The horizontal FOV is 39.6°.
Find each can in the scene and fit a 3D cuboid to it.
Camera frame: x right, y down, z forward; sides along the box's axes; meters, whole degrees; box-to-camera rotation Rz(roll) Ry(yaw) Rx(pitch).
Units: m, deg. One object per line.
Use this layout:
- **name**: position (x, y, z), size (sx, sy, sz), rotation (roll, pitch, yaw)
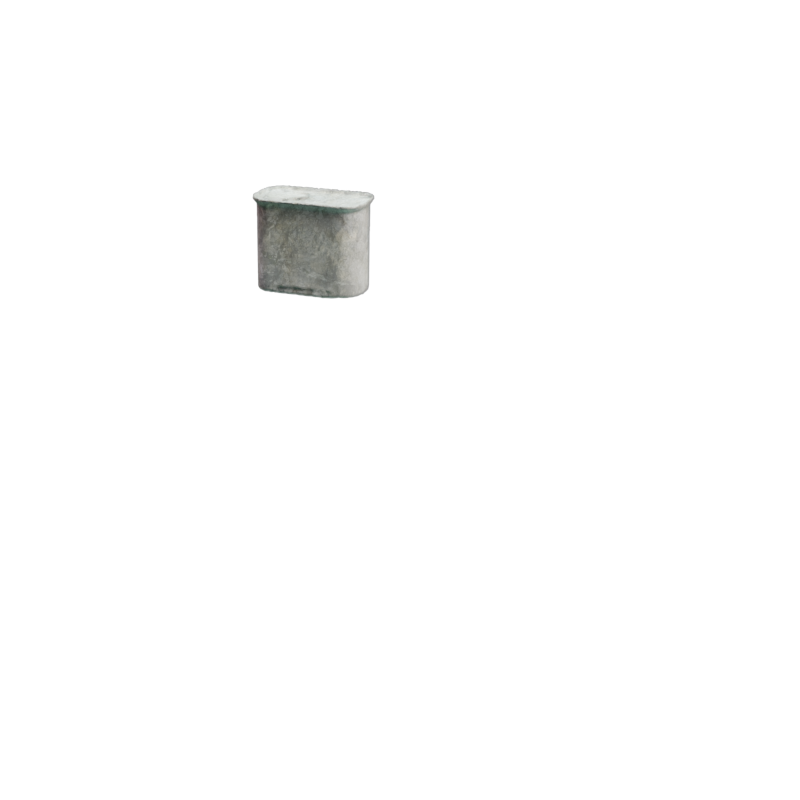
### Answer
- **can**: position (-0.075, -0.137, 0.961), size (0.105, 0.080, 0.058), rotation (8, 20, 18)
